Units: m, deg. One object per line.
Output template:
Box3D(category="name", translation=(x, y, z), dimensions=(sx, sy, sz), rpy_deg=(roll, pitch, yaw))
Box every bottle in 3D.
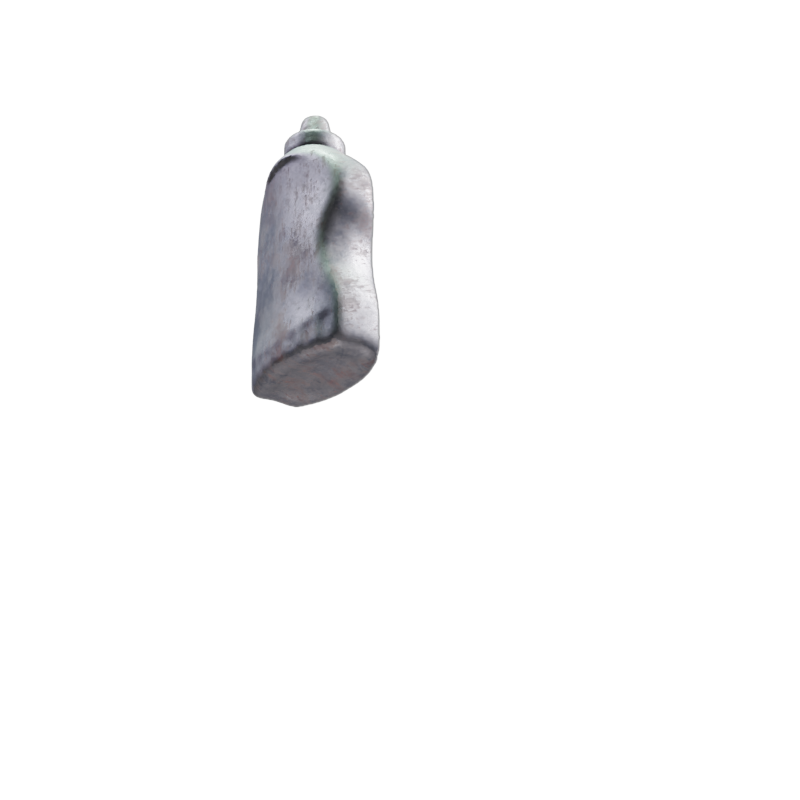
Box3D(category="bottle", translation=(-0.054, -0.100, 0.698), dimensions=(0.056, 0.204, 0.095), rpy_deg=(17, -35, -30))
